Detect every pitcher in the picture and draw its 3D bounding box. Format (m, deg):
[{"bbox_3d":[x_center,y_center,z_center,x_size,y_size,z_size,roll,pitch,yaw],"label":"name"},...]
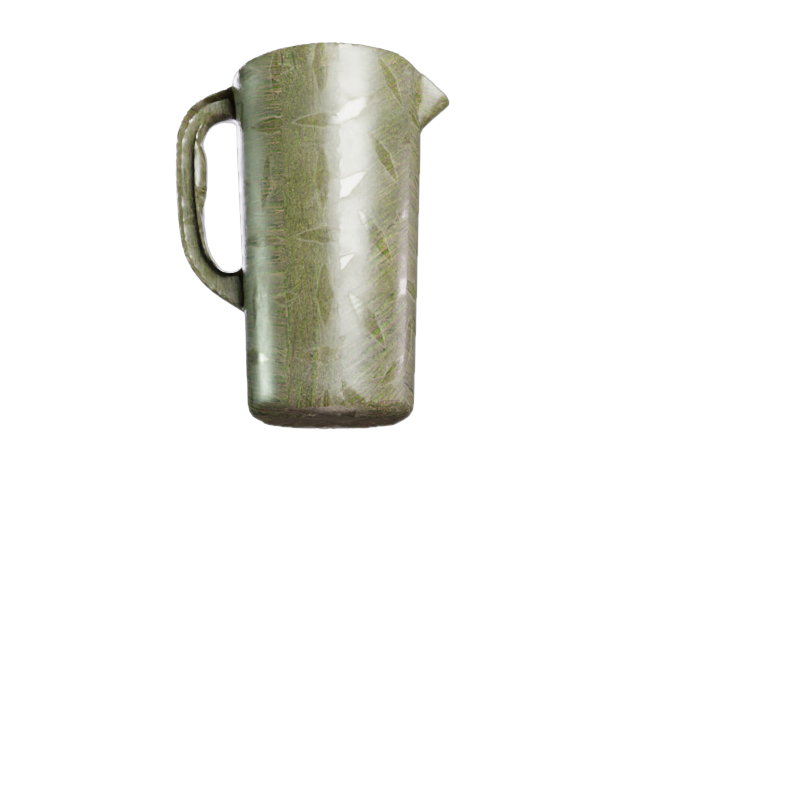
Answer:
[{"bbox_3d":[-0.059,-0.107,0.747,0.138,0.251,0.152,10,-16,-40],"label":"pitcher"}]
